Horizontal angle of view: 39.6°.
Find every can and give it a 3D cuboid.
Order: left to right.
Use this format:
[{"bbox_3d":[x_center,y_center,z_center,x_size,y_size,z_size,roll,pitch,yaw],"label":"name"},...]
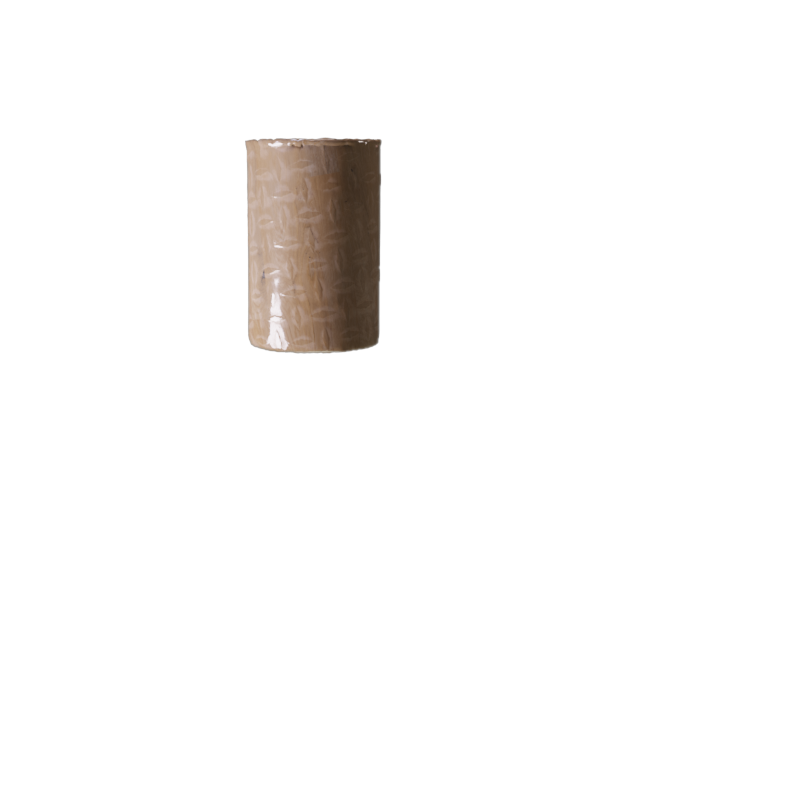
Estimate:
[{"bbox_3d":[-0.043,-0.079,0.554,0.068,0.101,0.070,0,7,-2],"label":"can"}]
